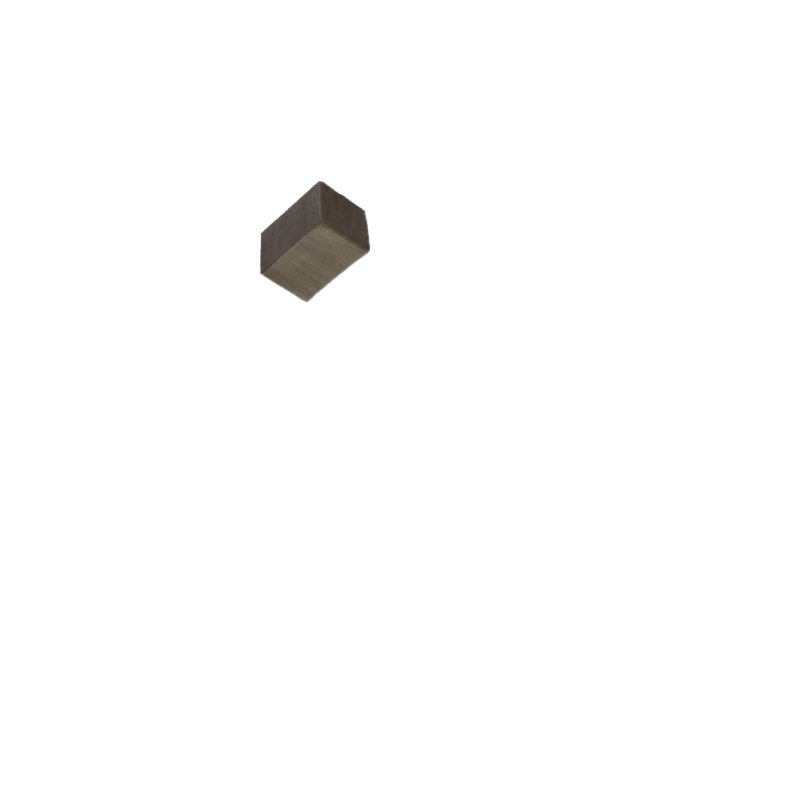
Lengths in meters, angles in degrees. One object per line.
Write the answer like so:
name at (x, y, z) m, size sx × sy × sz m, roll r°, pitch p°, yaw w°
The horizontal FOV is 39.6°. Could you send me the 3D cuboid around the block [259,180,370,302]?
block at (-0.070, -0.128, 0.894) m, size 0.050 × 0.055 × 0.077 m, roll 33°, pitch -53°, yaw -31°
